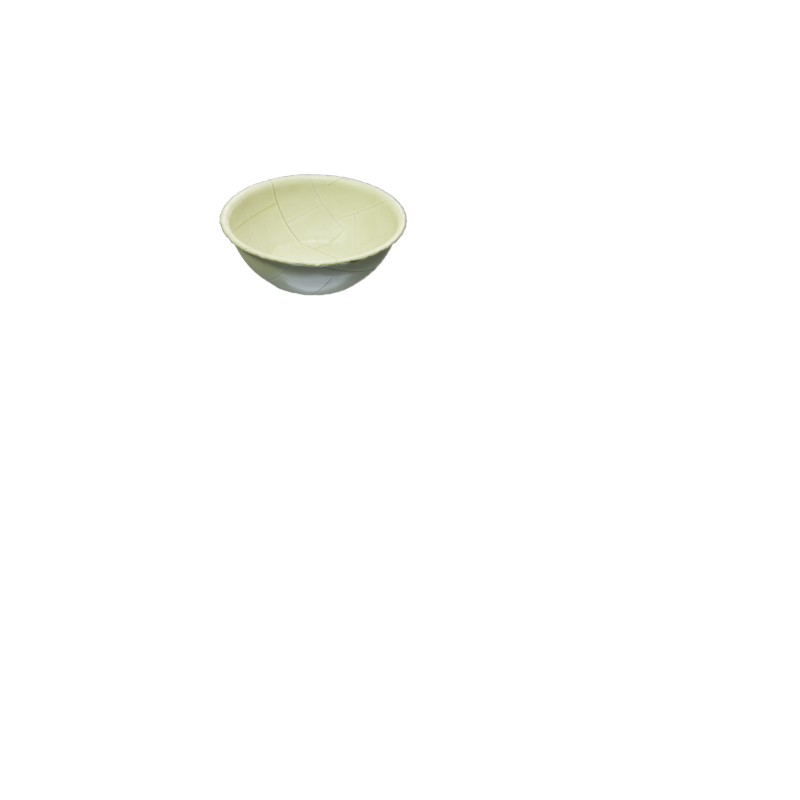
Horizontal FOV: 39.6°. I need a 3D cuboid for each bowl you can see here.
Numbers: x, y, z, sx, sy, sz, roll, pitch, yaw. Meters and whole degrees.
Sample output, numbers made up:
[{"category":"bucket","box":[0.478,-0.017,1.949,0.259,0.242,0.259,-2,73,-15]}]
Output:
[{"category":"bowl","box":[-0.076,-0.139,0.970,0.162,0.052,0.173,-1,36,-2]}]
